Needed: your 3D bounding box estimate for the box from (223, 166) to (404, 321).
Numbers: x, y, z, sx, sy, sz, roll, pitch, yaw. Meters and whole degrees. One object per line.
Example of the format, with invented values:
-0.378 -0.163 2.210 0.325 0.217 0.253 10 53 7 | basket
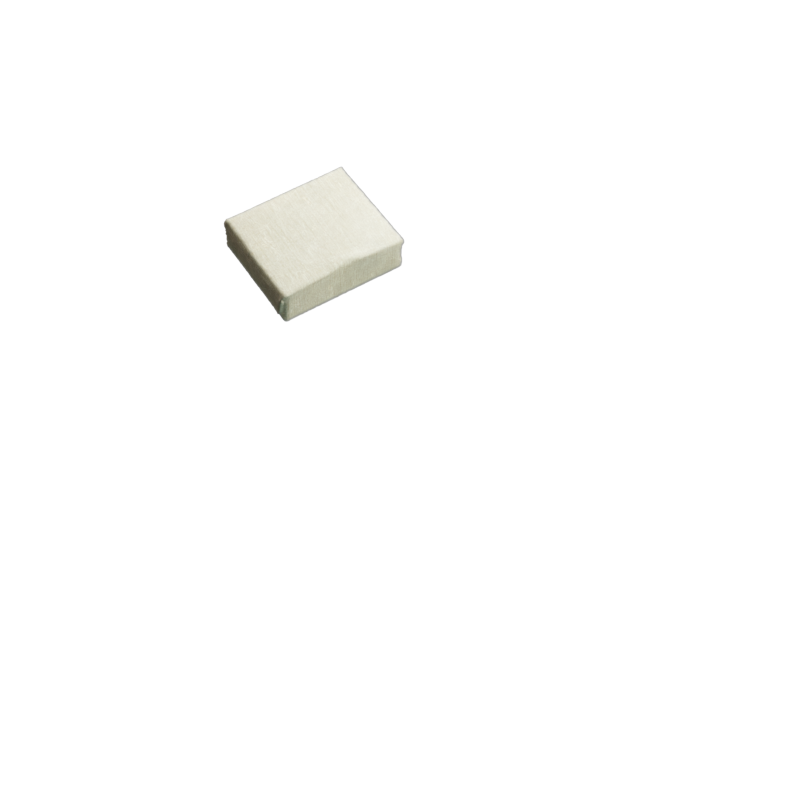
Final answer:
-0.054 -0.099 0.691 0.089 0.078 0.028 -27 -32 -19 | box
